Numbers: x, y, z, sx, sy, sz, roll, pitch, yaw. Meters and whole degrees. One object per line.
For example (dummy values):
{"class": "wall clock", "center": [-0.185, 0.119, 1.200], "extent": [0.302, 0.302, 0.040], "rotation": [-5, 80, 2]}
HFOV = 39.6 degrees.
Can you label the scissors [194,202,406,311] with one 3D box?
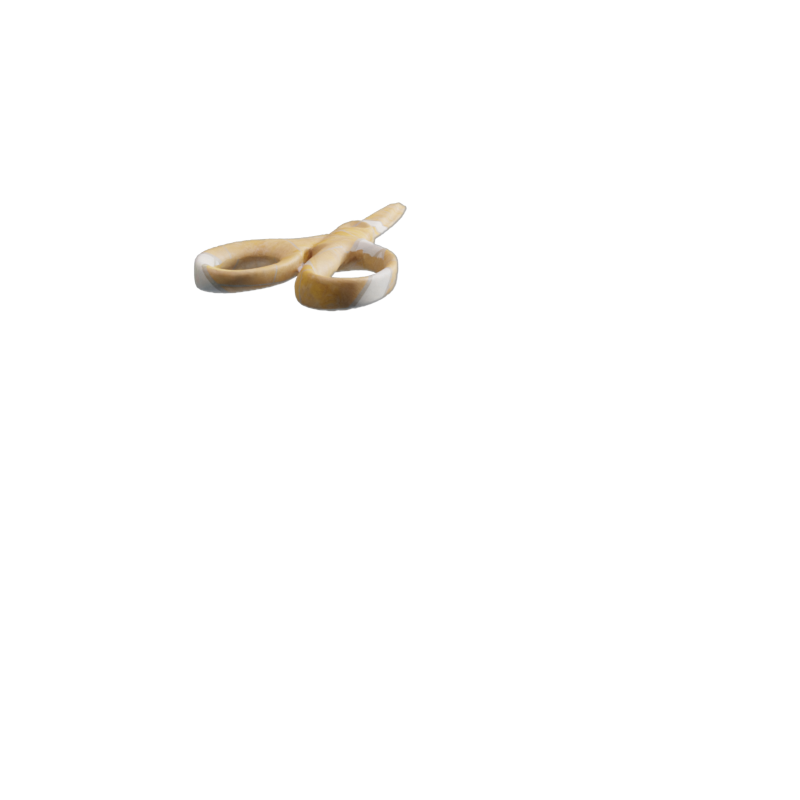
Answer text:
{"class": "scissors", "center": [-0.042, -0.076, 0.531], "extent": [0.096, 0.015, 0.209], "rotation": [0, 19, -1]}
